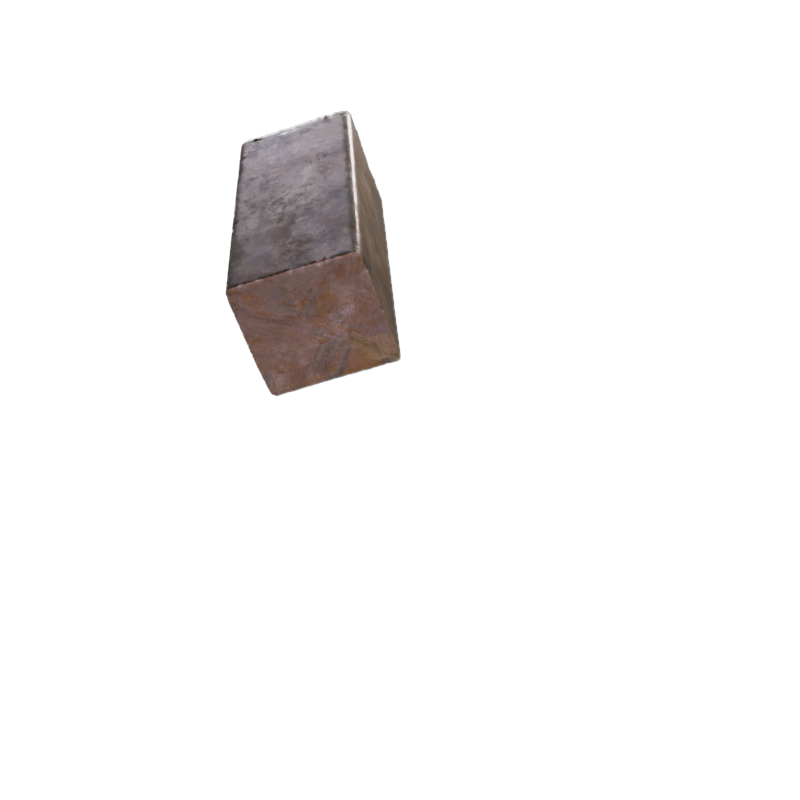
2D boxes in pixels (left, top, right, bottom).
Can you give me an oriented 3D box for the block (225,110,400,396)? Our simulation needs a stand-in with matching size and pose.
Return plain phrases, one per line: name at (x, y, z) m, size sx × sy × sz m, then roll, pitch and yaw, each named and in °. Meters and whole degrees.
block at (-0.061, -0.112, 0.778) m, size 0.091 × 0.084 × 0.220 m, roll -16°, pitch 35°, yaw 8°
